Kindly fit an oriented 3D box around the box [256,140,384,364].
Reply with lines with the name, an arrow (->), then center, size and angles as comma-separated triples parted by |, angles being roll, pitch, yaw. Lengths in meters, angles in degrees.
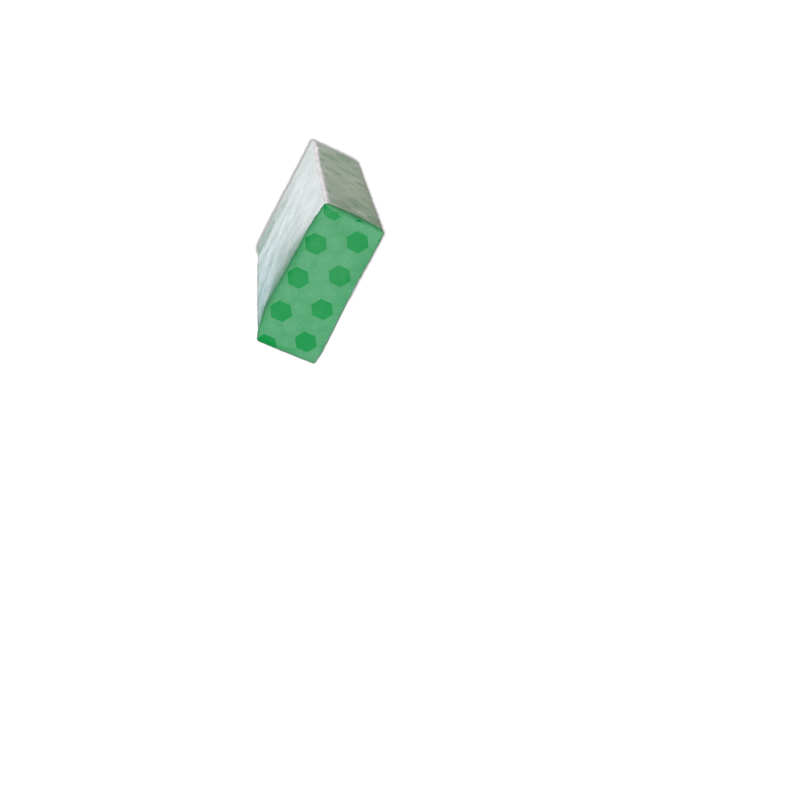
box -> -0.055, -0.102, 0.713 | 0.047, 0.091, 0.185 | 25, 19, -14
